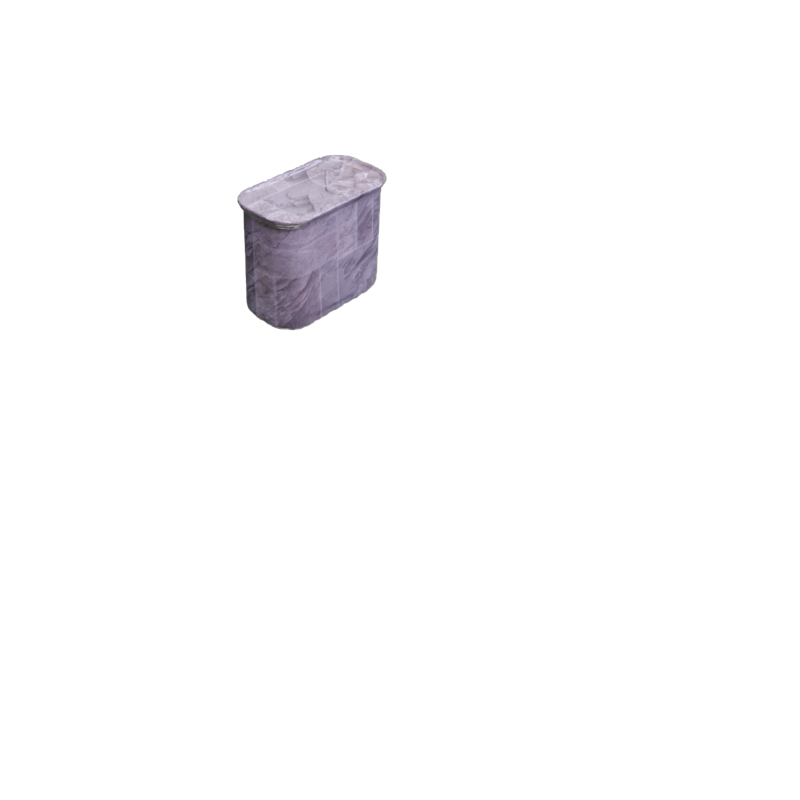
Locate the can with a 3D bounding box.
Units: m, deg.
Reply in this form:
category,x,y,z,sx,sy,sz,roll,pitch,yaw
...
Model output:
category,x,y,z,sx,sy,sz,roll,pitch,yaw
can,-0.058,-0.106,0.739,0.061,0.079,0.102,27,42,33
